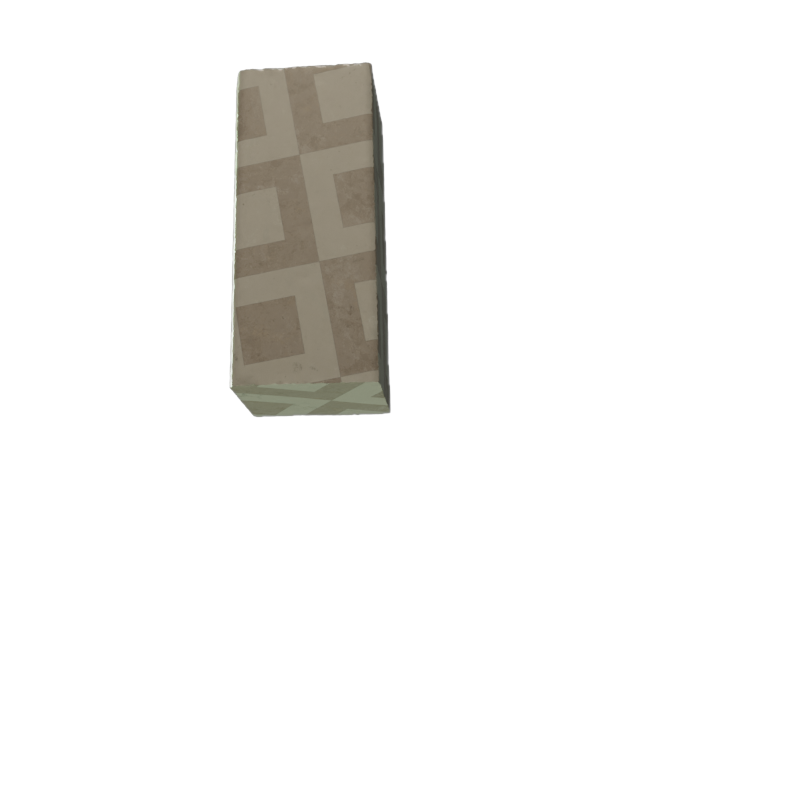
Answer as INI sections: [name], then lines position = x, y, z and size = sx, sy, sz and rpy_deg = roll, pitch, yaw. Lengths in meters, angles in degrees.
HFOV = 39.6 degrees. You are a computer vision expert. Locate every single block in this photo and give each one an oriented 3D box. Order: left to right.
[block]
position = -0.056, -0.101, 0.707
size = 0.091, 0.216, 0.086
rpy_deg = -3, -19, 4
